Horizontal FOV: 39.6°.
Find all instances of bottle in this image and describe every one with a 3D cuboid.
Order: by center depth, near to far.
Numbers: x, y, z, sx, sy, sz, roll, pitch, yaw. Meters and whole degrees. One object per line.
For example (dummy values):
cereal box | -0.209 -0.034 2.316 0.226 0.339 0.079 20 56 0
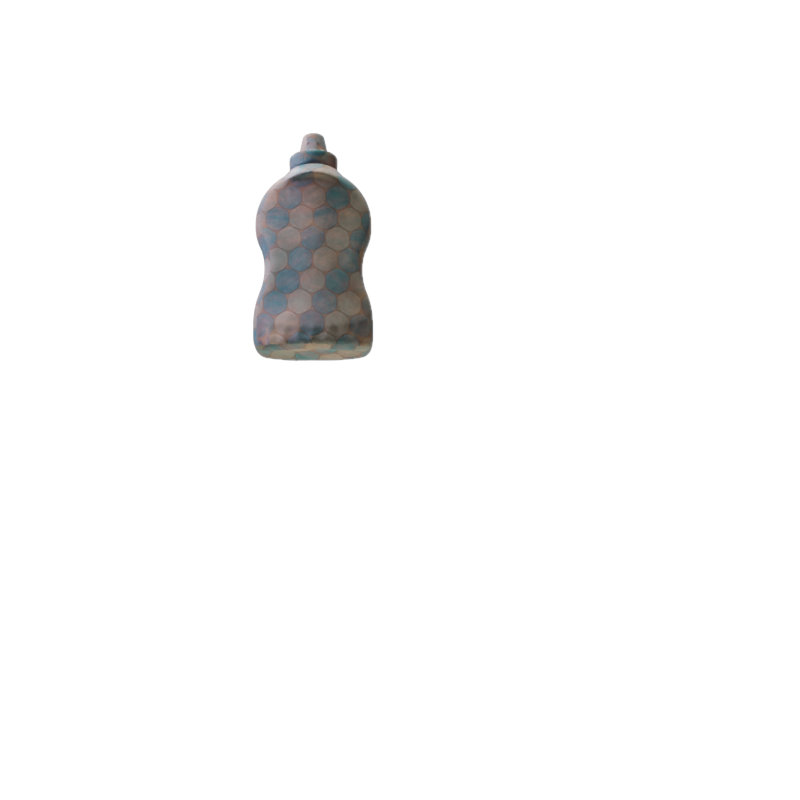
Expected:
bottle | -0.072 -0.131 0.918 0.096 0.200 0.056 -2 -18 1
